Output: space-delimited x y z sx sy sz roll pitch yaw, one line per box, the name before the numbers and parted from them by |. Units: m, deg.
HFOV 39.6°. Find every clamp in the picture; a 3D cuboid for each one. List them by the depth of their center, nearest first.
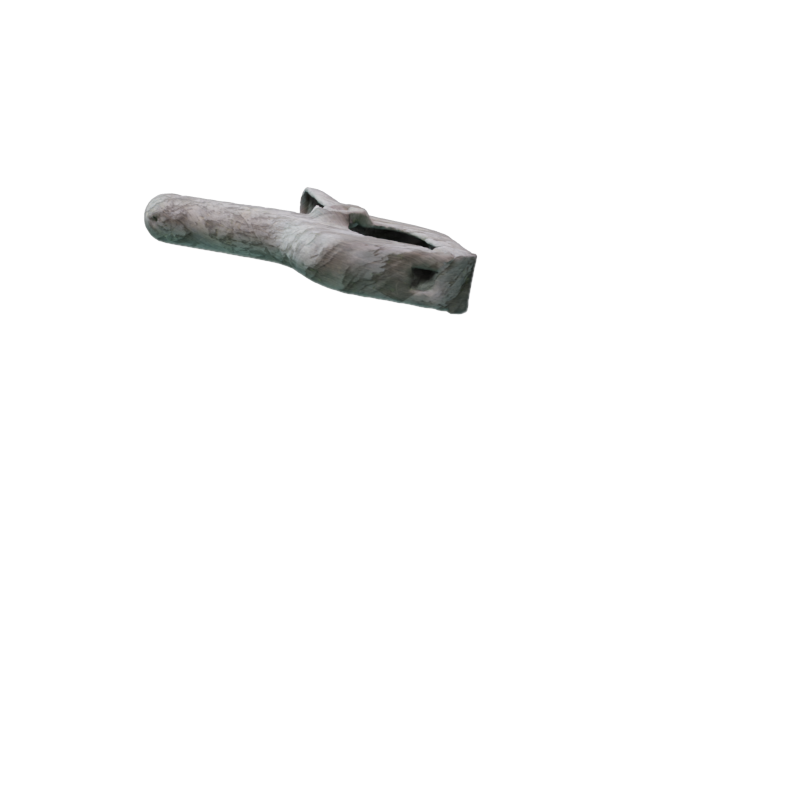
clamp | -0.042 -0.077 0.537 0.117 0.038 0.182 -14 25 -34
